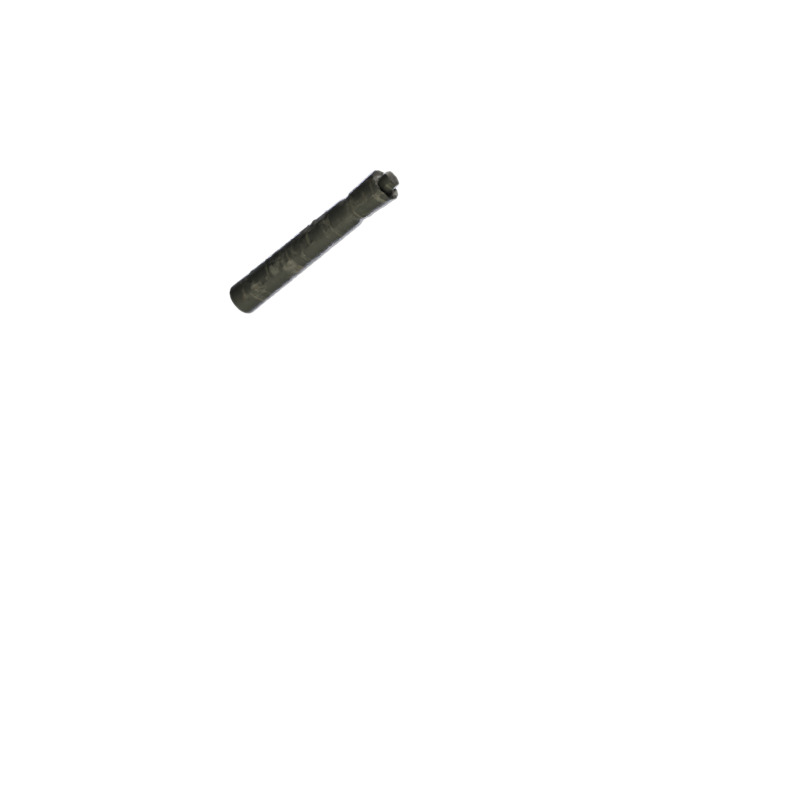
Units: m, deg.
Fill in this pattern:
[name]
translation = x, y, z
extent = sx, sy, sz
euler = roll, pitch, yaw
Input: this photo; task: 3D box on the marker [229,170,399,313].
[marker]
translation = -0.047, -0.085, 0.598
extent = 0.120, 0.021, 0.019
euler = -34, -16, 30
